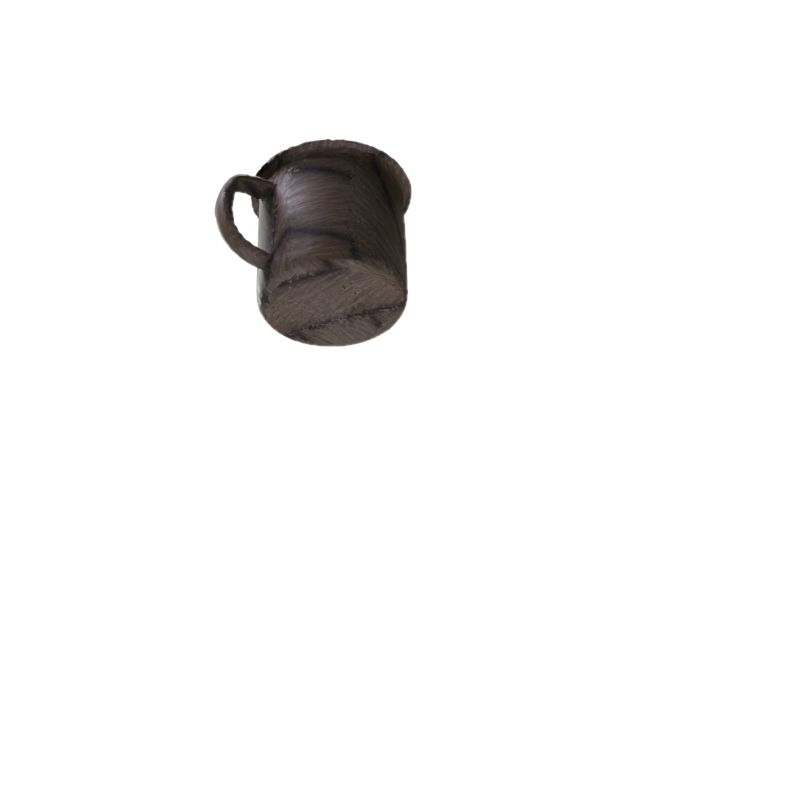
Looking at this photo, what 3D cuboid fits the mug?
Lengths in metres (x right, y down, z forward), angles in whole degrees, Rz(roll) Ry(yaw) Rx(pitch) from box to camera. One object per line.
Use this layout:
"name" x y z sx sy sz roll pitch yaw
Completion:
"mug" -0.048 -0.087 0.610 0.111 0.087 0.091 21 -41 -28
